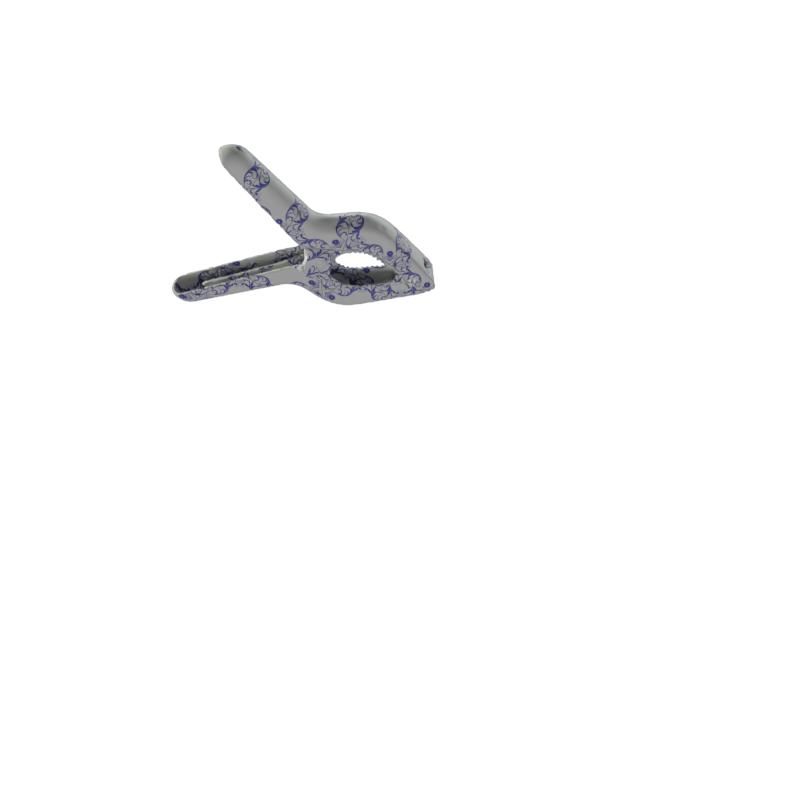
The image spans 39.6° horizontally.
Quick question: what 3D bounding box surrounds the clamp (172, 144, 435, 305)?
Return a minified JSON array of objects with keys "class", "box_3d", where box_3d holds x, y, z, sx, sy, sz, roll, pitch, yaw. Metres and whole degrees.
[{"class":"clamp","box_3d":[-0.069,-0.126,0.885,0.207,0.039,0.155,8,-41,-9]}]
